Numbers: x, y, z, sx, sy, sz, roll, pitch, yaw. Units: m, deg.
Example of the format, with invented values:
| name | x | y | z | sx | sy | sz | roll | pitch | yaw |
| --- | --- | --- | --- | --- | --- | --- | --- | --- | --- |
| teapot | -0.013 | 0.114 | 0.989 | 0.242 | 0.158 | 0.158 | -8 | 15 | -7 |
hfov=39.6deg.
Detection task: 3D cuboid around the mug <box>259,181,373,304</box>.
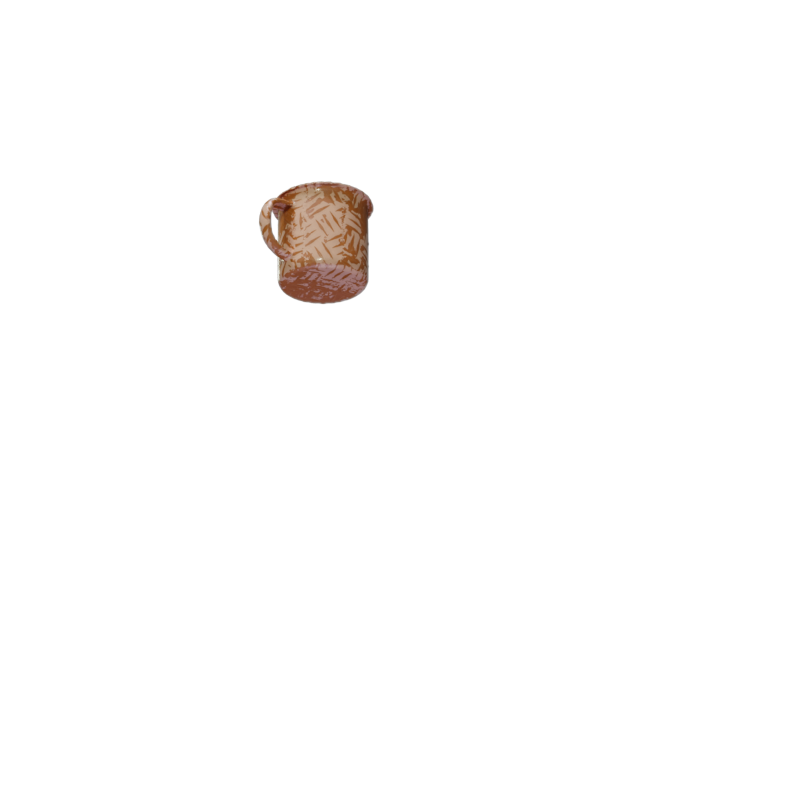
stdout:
| name | x | y | z | sx | sy | sz | roll | pitch | yaw |
| --- | --- | --- | --- | --- | --- | --- | --- | --- | --- |
| mug | -0.078 | -0.142 | 0.994 | 0.094 | 0.086 | 0.110 | -23 | -33 | 39 |
